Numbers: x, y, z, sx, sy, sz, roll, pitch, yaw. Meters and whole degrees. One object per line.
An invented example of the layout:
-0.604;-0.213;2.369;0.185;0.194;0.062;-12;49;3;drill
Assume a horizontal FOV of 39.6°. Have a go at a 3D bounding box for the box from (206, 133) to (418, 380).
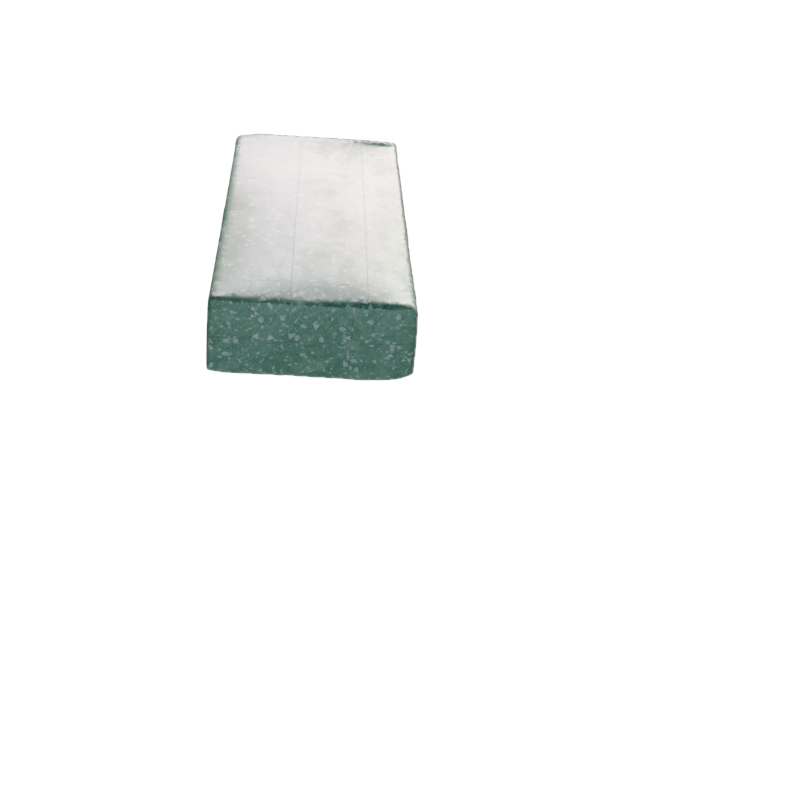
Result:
-0.044;-0.080;0.557;0.093;0.045;0.188;2;37;-5;box
